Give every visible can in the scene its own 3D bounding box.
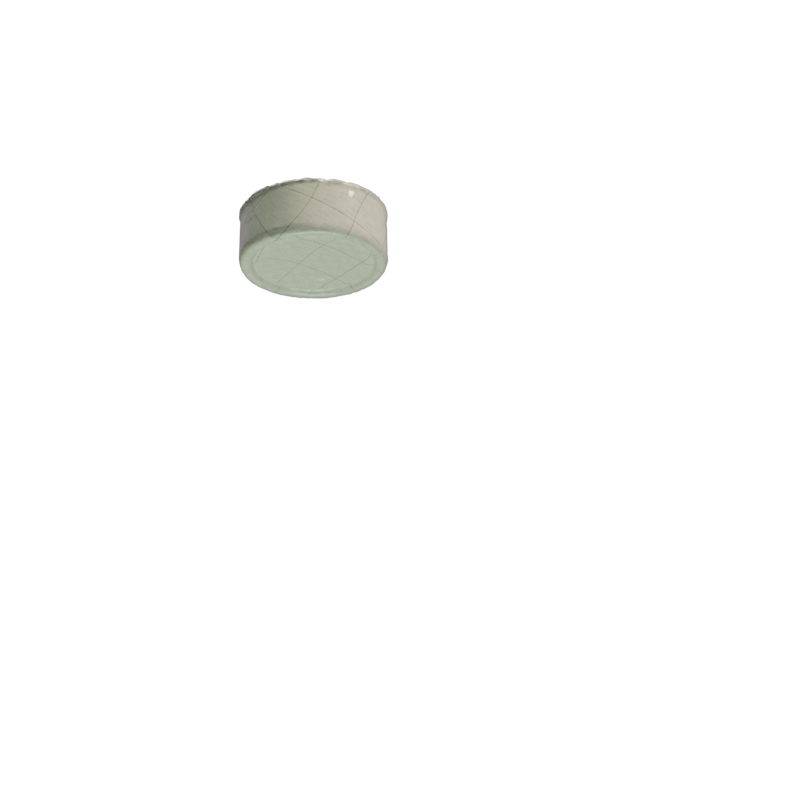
[{"bbox_3d":[-0.049,-0.090,0.632,0.086,0.035,0.081,1,-23,-2],"label":"can"}]
